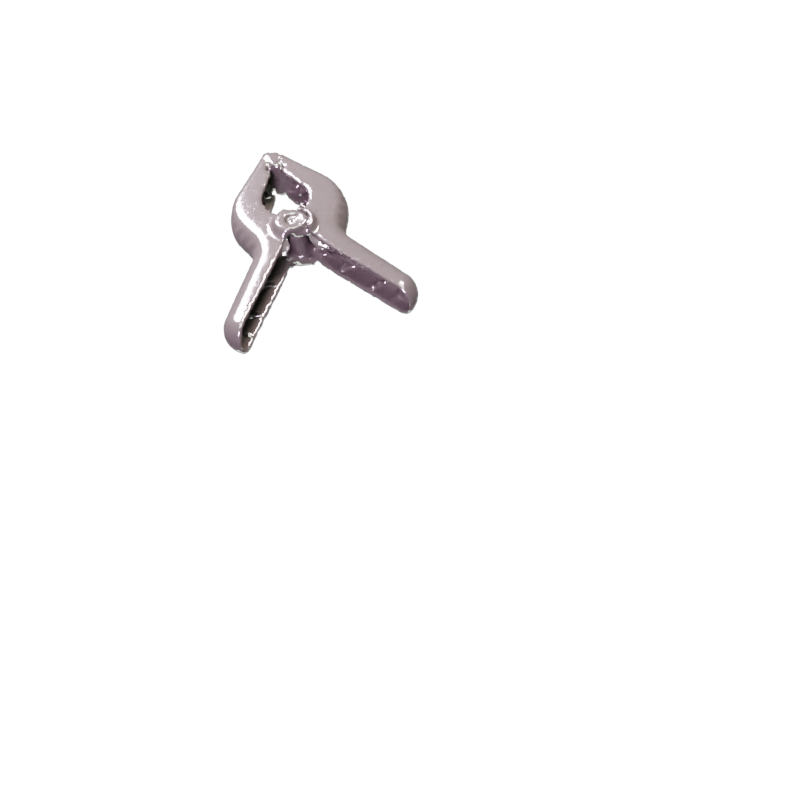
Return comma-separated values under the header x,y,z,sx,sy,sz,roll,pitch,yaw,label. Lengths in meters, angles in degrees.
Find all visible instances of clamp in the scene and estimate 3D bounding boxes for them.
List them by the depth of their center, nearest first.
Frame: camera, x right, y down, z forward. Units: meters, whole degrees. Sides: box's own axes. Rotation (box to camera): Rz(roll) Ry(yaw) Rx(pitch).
x,y,z,sx,sy,sz,roll,pitch,yaw,label
-0.057,-0.104,0.726,0.119,0.185,0.036,-5,-42,-5,clamp
